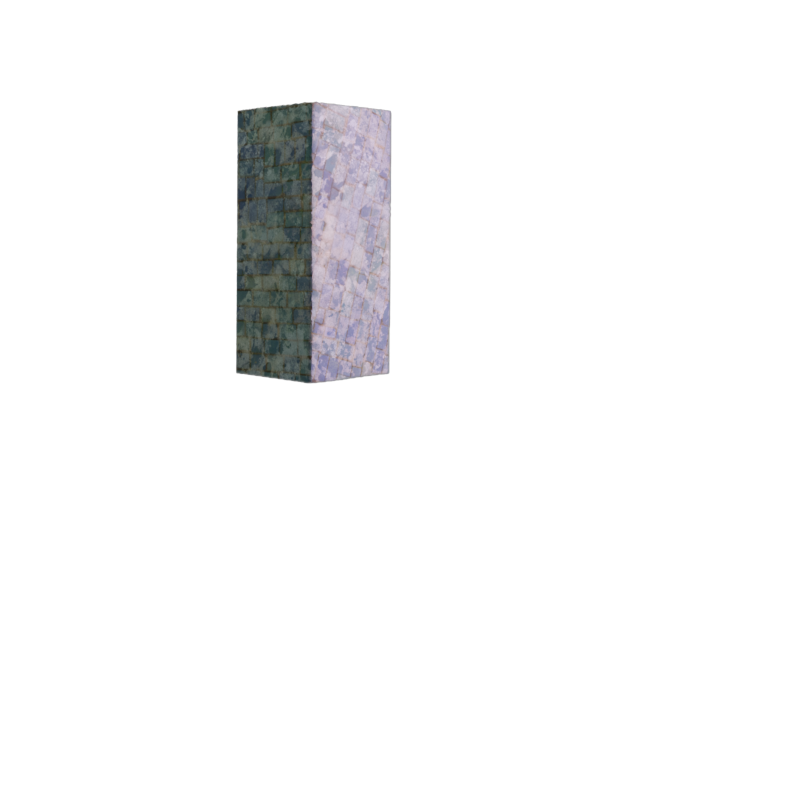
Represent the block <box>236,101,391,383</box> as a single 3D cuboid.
[{"bbox_3d":[-0.067,-0.124,0.866,0.094,0.206,0.087,2,2,44],"label":"block"}]
